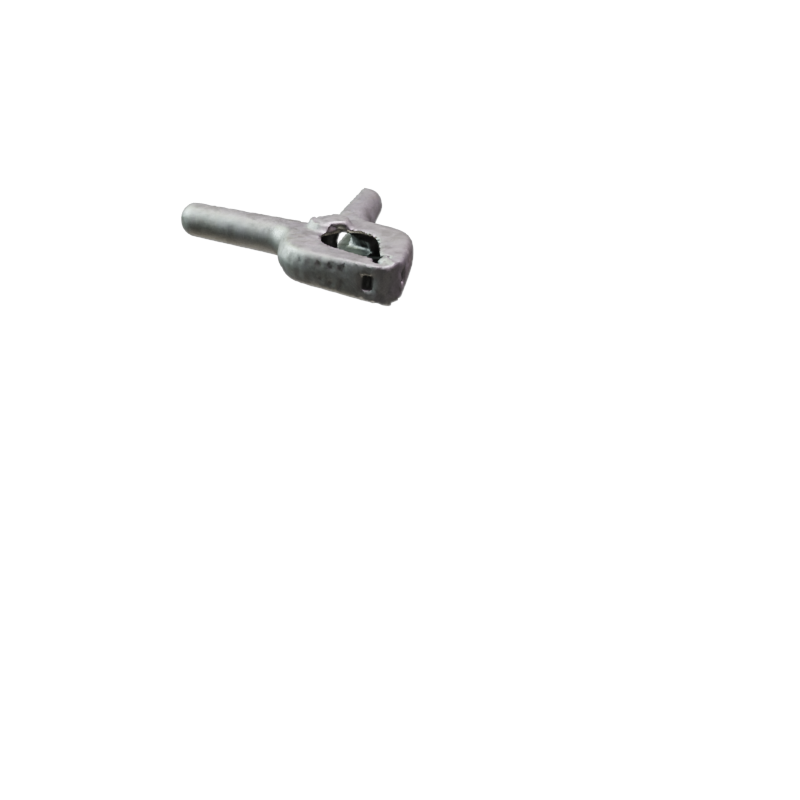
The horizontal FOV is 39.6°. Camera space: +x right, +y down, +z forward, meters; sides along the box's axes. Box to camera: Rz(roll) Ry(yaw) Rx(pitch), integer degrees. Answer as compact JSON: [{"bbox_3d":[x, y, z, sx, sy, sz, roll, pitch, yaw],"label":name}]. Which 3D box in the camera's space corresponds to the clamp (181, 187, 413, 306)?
[{"bbox_3d":[-0.062,-0.113,0.791,0.162,0.035,0.224,-8,25,-17],"label":"clamp"}]
